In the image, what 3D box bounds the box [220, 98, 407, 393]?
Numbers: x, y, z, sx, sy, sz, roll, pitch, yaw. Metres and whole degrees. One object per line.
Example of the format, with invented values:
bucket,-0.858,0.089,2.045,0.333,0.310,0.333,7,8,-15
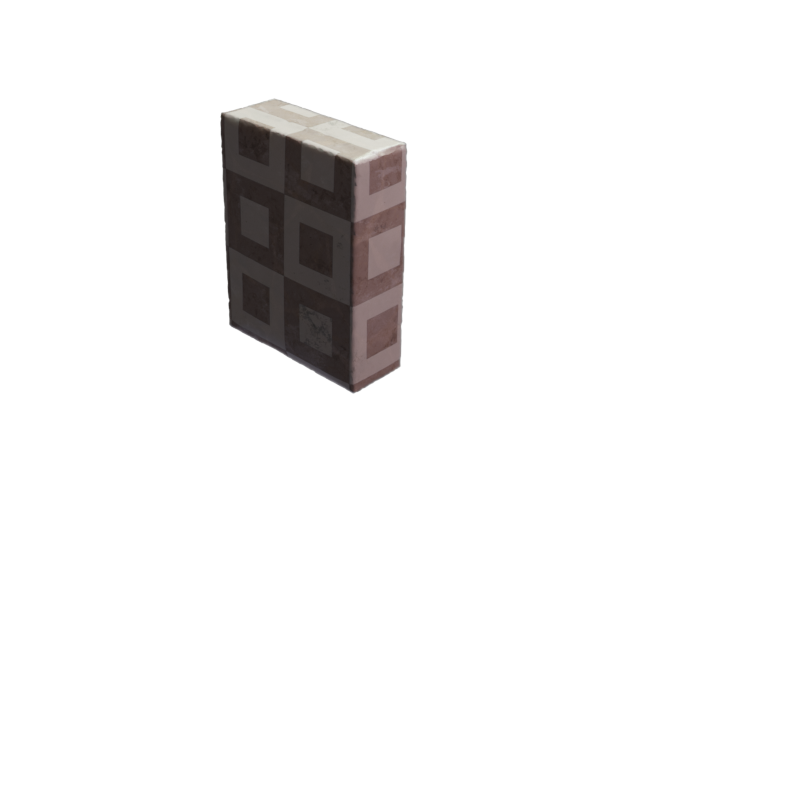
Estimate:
box,-0.075,-0.137,0.960,0.175,0.202,0.071,27,37,37
